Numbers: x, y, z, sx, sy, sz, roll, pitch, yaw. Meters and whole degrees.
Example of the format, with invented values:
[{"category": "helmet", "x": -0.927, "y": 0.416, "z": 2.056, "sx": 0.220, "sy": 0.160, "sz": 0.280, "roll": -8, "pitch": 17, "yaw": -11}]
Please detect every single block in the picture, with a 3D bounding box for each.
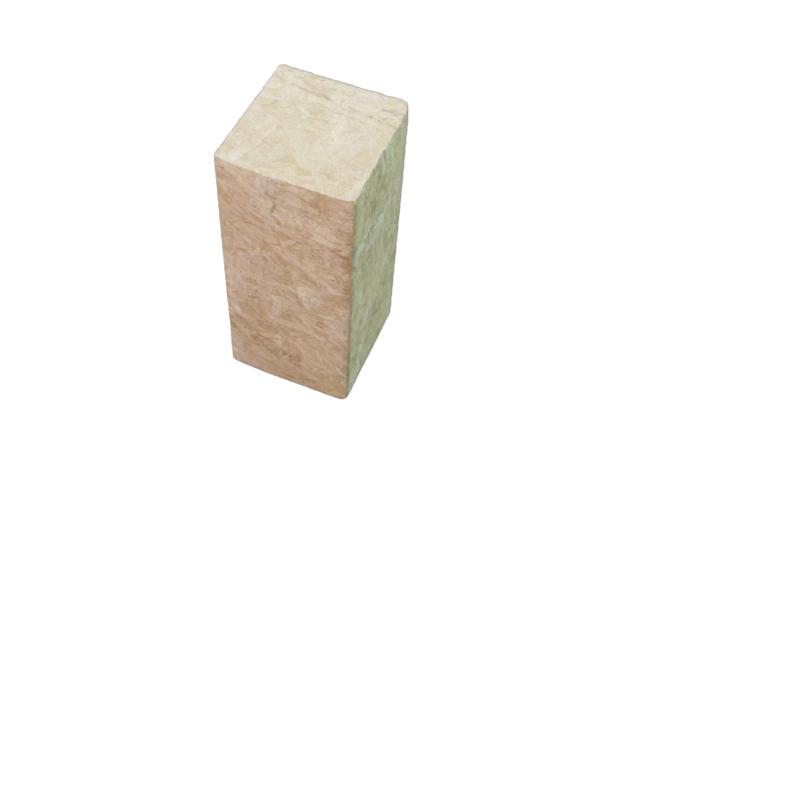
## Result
[{"category": "block", "x": -0.056, "y": -0.103, "z": 0.722, "sx": 0.093, "sy": 0.094, "sz": 0.193, "roll": 21, "pitch": -34, "yaw": 11}]
